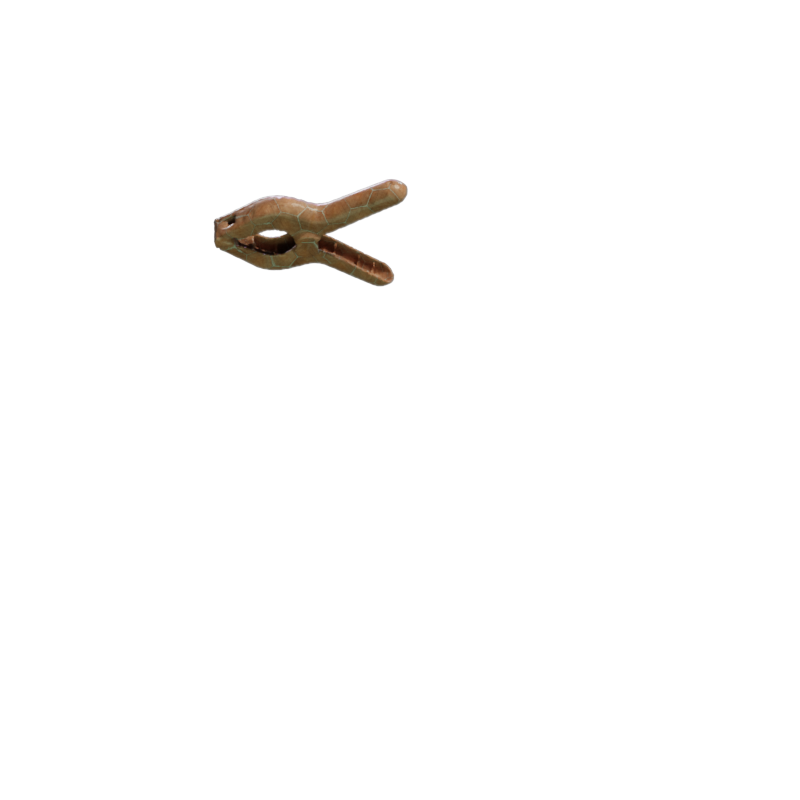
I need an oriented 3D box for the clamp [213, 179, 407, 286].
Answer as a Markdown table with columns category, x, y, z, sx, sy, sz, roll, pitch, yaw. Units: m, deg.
| category | x | y | z | sx | sy | sz | roll | pitch | yaw |
| --- | --- | --- | --- | --- | --- | --- | --- | --- | --- |
| clamp | -0.077 | -0.141 | 0.985 | 0.172 | 0.111 | 0.042 | -3 | 42 | 3 |
